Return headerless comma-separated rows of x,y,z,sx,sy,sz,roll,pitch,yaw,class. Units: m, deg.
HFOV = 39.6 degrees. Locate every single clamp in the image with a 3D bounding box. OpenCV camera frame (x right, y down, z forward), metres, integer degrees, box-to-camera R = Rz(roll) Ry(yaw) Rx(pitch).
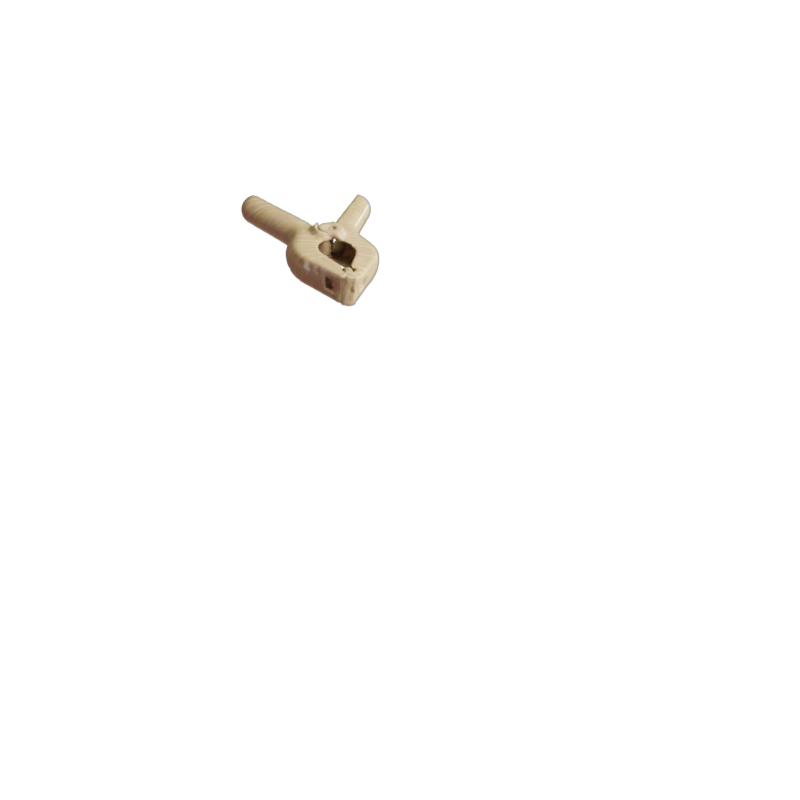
-0.075,-0.137,0.960,0.119,0.037,0.183,-4,32,-7,clamp
